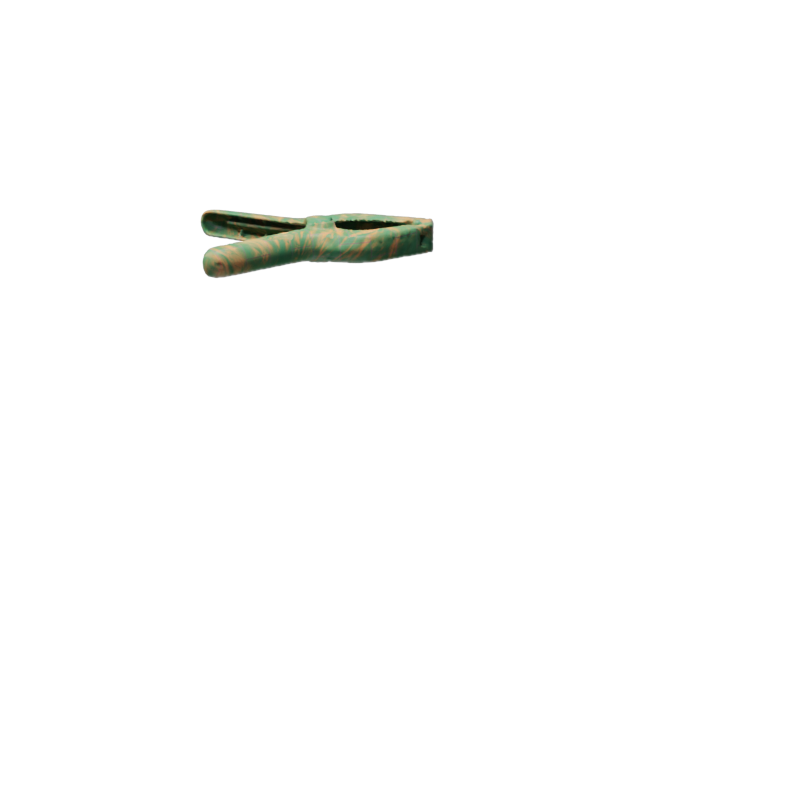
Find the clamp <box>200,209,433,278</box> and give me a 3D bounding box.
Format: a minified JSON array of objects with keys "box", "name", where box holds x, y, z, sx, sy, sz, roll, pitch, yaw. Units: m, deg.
[{"box":[-0.075,-0.136,0.953,0.210,0.035,0.172,0,22,-1],"name":"clamp"}]
